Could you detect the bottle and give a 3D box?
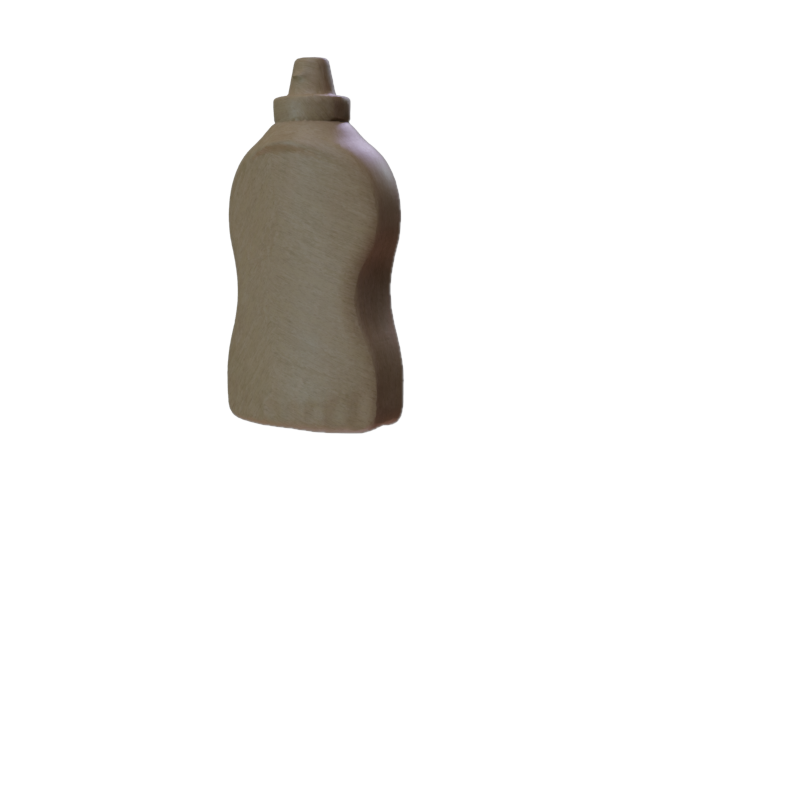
[{"bbox_3d":[-0.046,-0.083,0.584,0.100,0.191,0.056,2,3,34],"label":"bottle"}]
